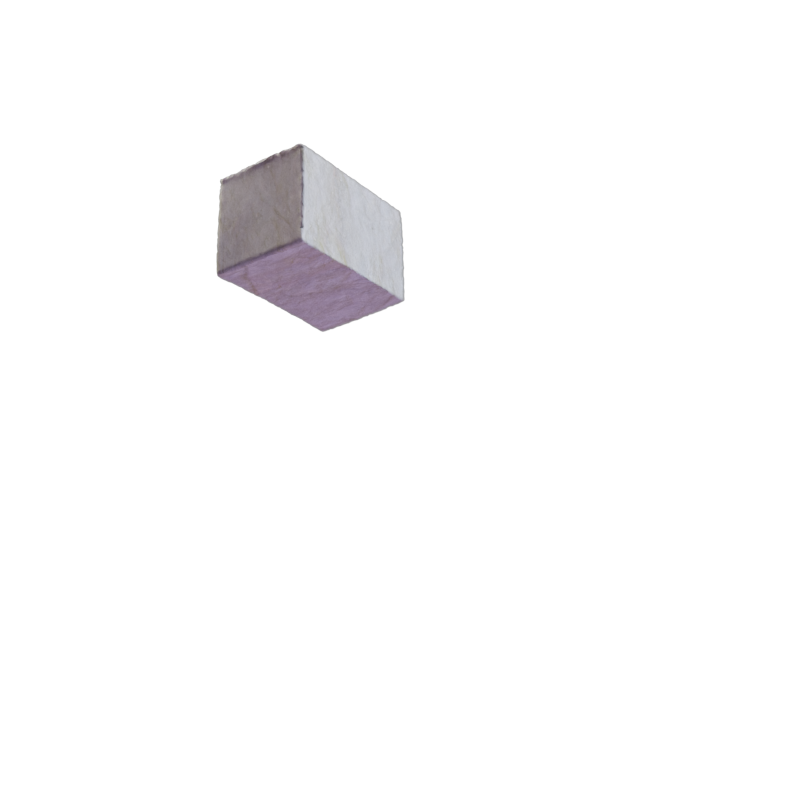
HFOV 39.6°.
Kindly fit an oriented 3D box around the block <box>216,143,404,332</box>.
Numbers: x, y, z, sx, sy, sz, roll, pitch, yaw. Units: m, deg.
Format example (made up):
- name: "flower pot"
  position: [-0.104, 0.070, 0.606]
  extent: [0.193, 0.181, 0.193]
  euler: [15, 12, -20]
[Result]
- name: "block"
  position: [-0.041, -0.074, 0.518]
  extent: [0.053, 0.054, 0.073]
  euler: [-19, -31, 32]
